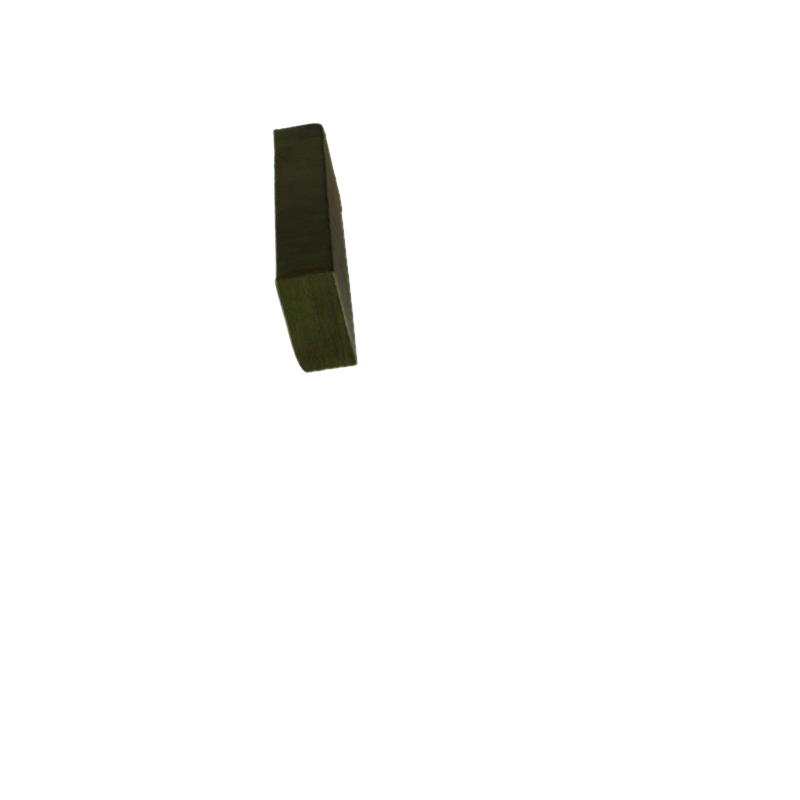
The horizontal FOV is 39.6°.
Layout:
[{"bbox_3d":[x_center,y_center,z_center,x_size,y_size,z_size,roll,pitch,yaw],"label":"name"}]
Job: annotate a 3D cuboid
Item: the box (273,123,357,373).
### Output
[{"bbox_3d":[-0.063,-0.115,0.803,0.048,0.189,0.086,-8,-45,4],"label":"box"}]
